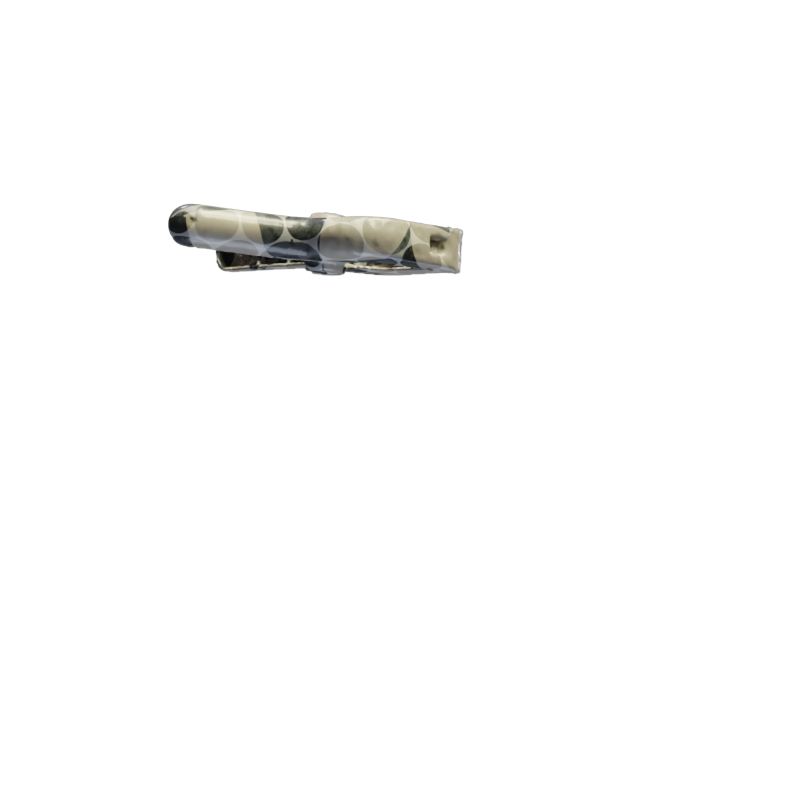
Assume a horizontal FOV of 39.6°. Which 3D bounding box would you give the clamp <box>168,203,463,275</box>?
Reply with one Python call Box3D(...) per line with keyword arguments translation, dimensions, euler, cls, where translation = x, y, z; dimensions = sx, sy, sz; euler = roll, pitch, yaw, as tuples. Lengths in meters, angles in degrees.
Box3D(translation=(-0.052, -0.095, 0.665), dimensions=(0.175, 0.039, 0.117), euler=(1, 3, 17), cls="clamp")
